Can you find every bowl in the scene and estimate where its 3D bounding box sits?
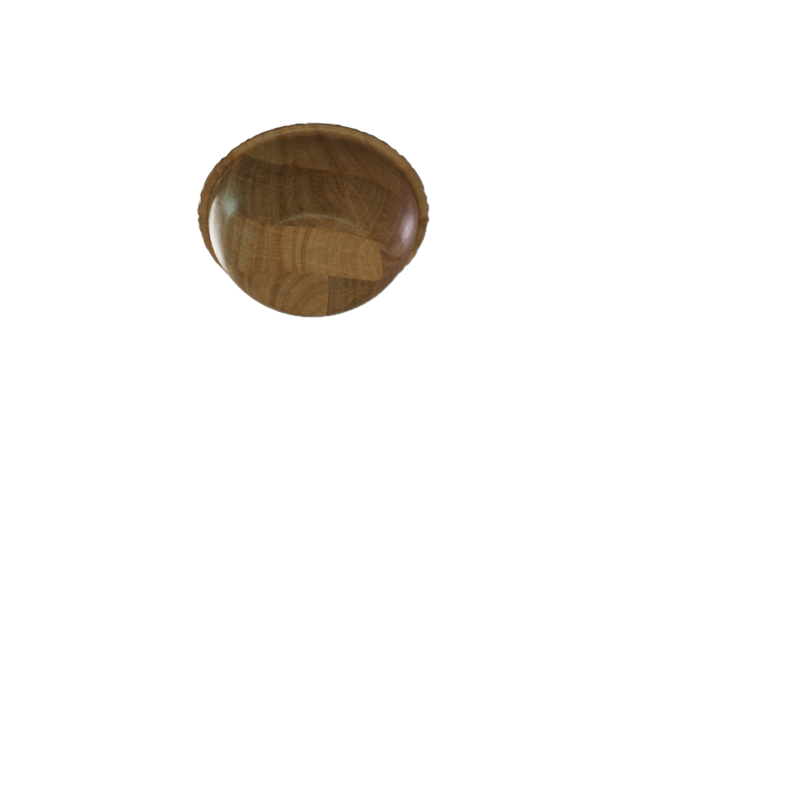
[{"bbox_3d":[-0.059,-0.108,0.757,0.162,0.151,0.059,1,43,-1],"label":"bowl"}]
